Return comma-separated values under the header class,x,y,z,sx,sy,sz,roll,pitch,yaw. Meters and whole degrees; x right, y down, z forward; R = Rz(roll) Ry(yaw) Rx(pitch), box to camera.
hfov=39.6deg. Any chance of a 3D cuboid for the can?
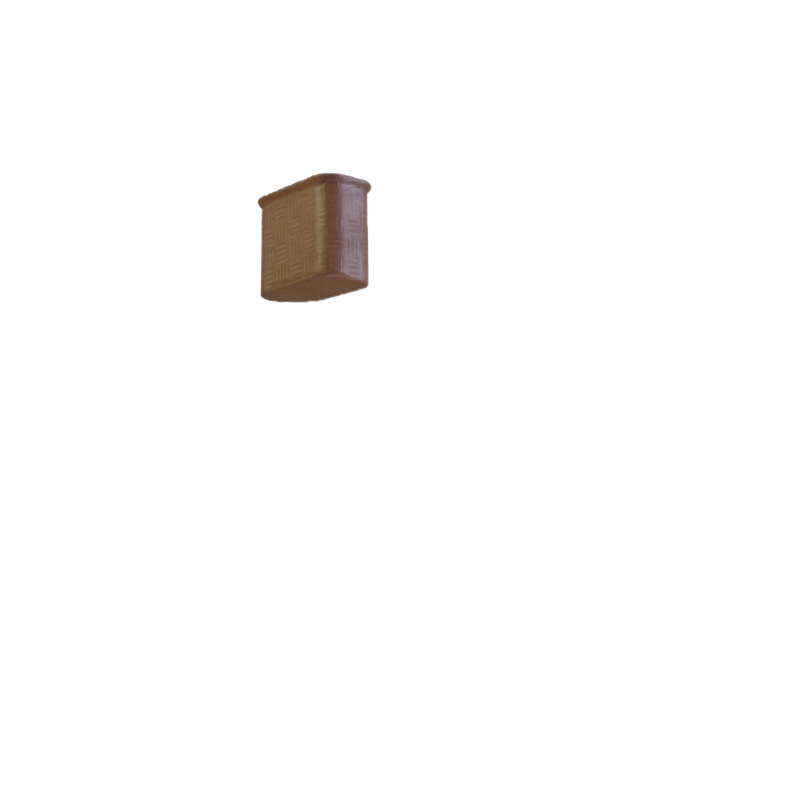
class,x,y,z,sx,sy,sz,roll,pitch,yaw
can,-0.070,-0.128,0.895,0.054,0.087,0.104,12,-17,-41
